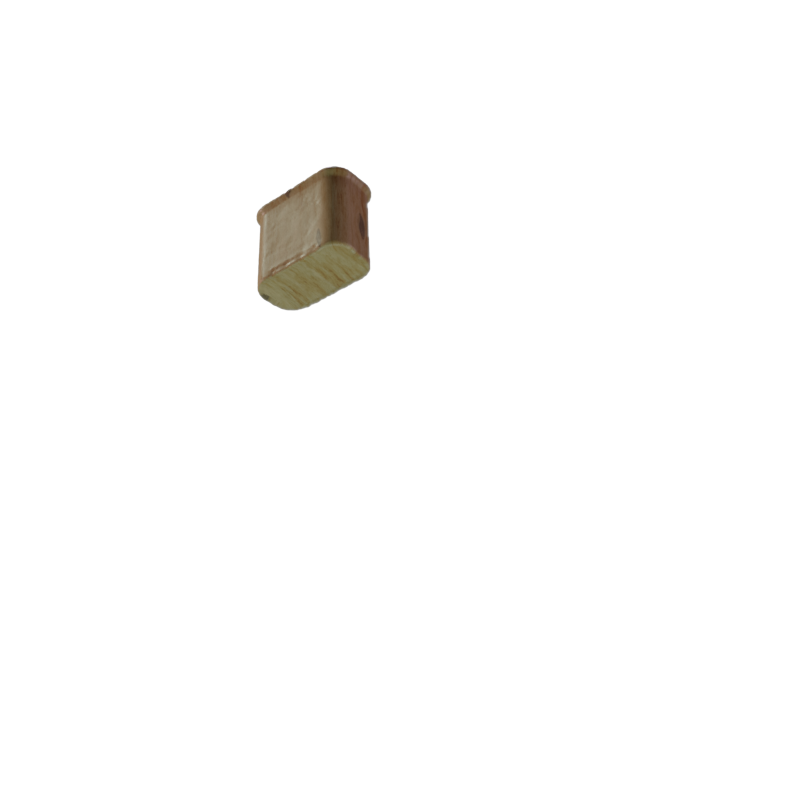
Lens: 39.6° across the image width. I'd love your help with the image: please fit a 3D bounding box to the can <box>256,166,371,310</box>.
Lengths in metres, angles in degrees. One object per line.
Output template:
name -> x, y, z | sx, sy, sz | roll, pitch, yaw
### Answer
can -> -0.072, -0.132, 0.923 | 0.102, 0.090, 0.053 | -27, -44, 29
